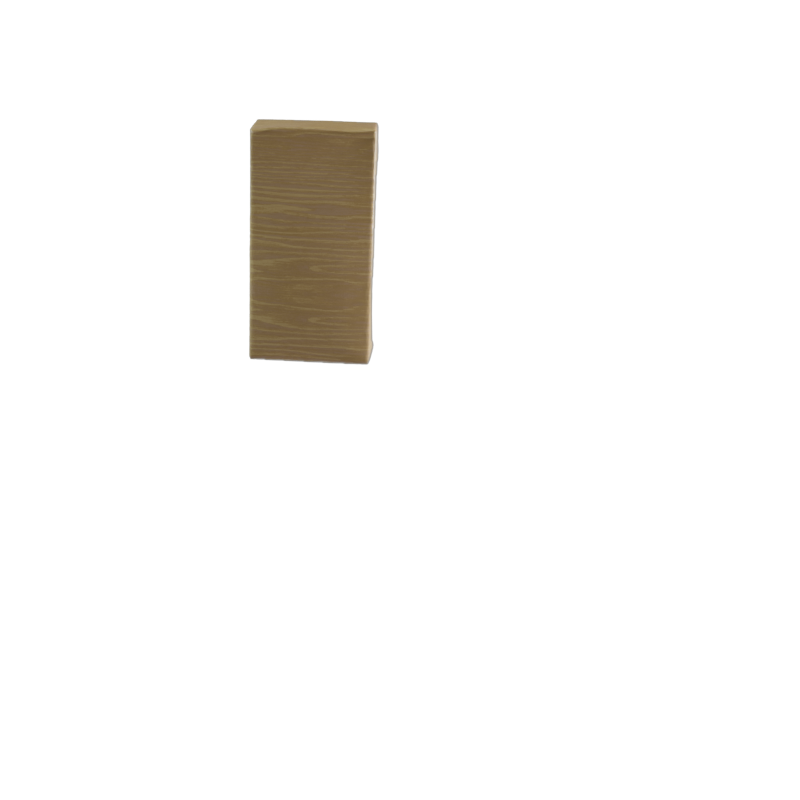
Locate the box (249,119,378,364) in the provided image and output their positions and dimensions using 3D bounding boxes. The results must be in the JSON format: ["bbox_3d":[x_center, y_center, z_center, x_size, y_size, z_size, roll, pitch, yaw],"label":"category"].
[{"bbox_3d":[-0.064,-0.117,0.819,0.094,0.169,0.050,2,18,4],"label":"box"}]
